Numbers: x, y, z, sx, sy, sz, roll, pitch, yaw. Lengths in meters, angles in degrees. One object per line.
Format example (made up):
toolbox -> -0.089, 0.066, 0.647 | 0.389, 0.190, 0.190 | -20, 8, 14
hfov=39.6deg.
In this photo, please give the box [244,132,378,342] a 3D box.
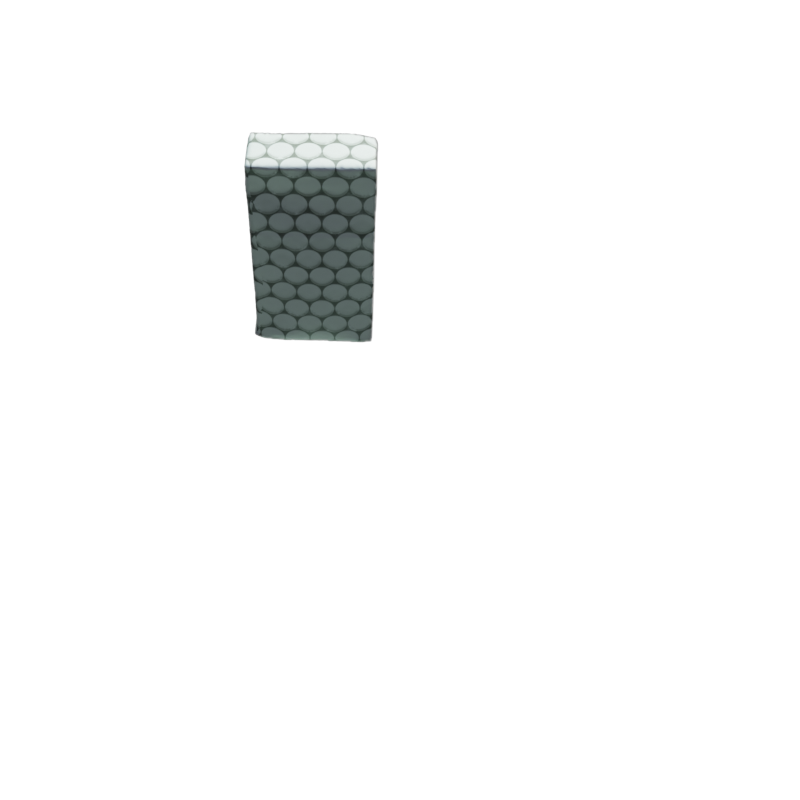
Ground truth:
box -> -0.064, -0.118, 0.823 | 0.093, 0.164, 0.051 | 3, 44, 0
